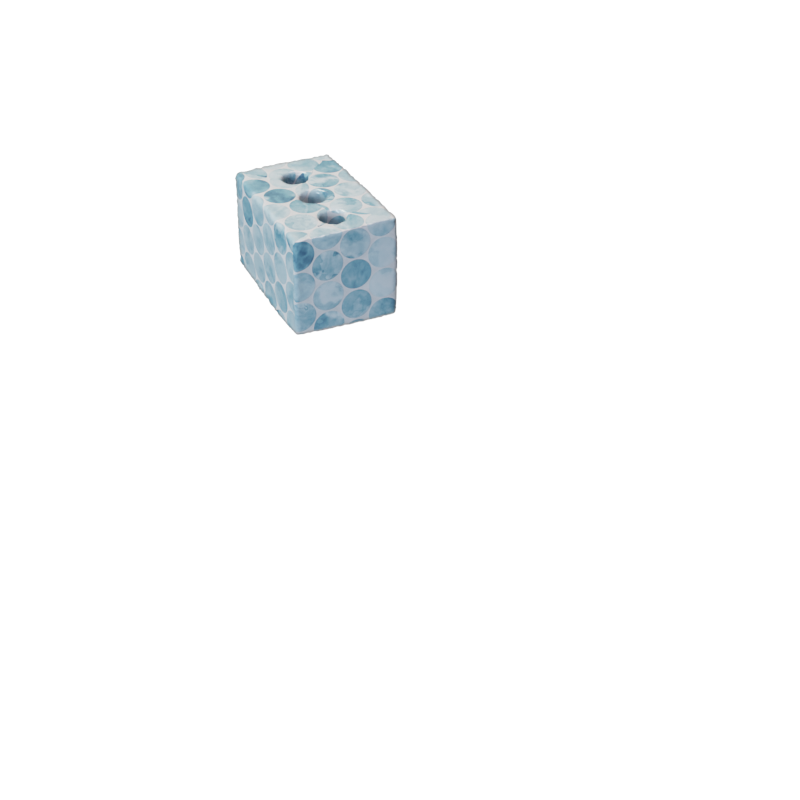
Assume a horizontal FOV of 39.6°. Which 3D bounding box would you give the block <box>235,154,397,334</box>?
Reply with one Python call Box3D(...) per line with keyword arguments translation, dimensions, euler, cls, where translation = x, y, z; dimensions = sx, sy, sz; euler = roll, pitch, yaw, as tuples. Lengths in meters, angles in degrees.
Box3D(translation=(-0.042, -0.076, 0.535), dimensions=(0.052, 0.048, 0.084), euler=(-15, 37, -22), cls="block")
